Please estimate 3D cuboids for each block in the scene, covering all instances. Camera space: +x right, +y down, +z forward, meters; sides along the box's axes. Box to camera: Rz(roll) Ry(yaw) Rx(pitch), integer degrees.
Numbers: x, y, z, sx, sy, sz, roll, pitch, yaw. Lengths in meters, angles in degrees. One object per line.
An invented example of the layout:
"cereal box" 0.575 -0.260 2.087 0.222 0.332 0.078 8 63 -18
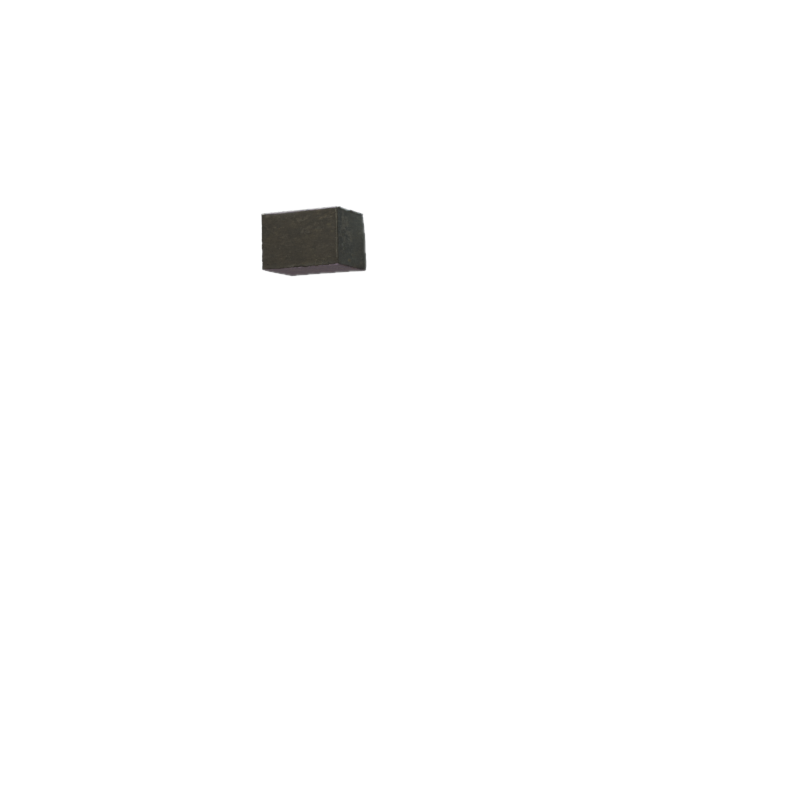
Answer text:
"block" -0.075 -0.137 0.963 0.080 0.052 0.050 -2 -5 27
